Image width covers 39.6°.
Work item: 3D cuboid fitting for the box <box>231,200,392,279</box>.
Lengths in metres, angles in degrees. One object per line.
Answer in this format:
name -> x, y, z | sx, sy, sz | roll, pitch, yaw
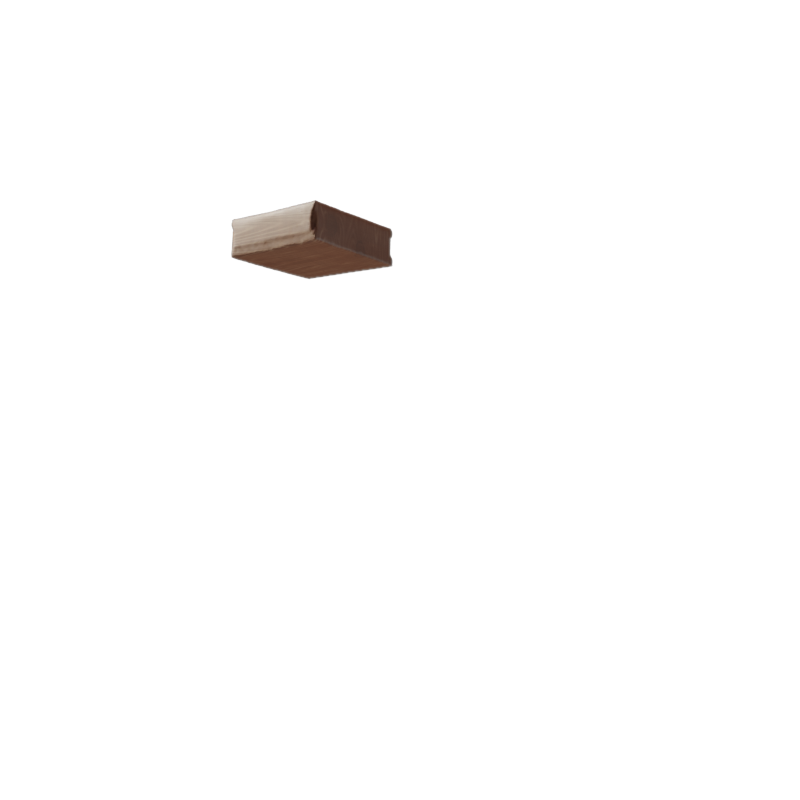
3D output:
box -> -0.059, -0.108, 0.753 | 0.075, 0.031, 0.085 | -6, -9, 36
